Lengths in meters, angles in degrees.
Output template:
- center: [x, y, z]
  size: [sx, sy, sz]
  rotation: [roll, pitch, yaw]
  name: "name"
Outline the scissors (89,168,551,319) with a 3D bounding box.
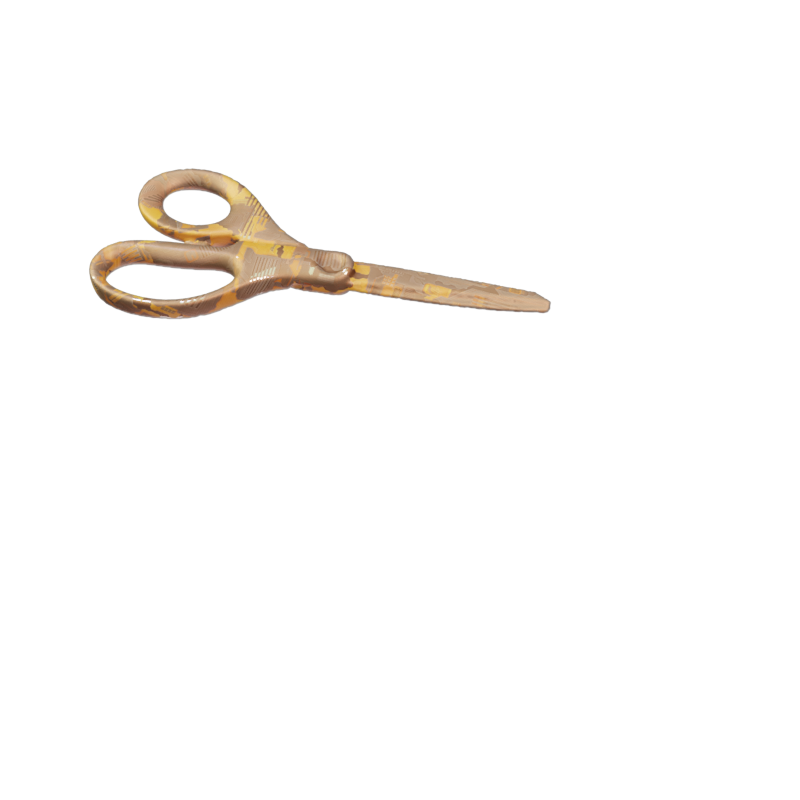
- center: [-0.040, -0.073, 0.510]
  size: [0.201, 0.103, 0.015]
  rotation: [-3, -39, -3]
  name: "scissors"
